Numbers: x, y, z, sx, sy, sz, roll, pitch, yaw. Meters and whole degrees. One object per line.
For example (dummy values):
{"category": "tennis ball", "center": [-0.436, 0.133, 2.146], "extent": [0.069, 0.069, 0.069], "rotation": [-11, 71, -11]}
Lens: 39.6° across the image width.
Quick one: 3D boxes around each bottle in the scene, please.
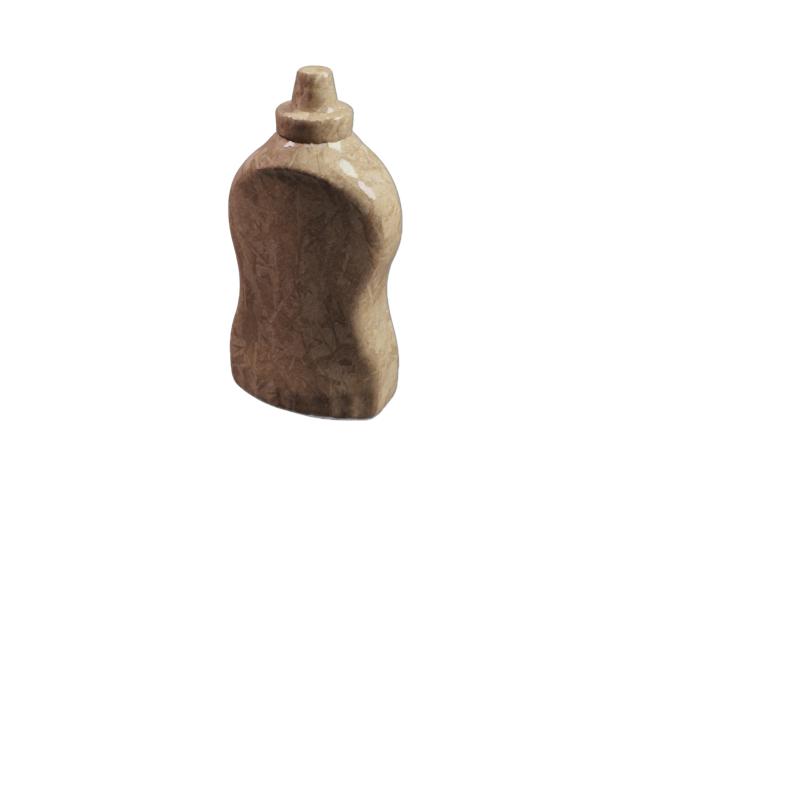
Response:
{"category": "bottle", "center": [-0.047, -0.086, 0.603], "extent": [0.100, 0.181, 0.059], "rotation": [14, 28, 23]}
